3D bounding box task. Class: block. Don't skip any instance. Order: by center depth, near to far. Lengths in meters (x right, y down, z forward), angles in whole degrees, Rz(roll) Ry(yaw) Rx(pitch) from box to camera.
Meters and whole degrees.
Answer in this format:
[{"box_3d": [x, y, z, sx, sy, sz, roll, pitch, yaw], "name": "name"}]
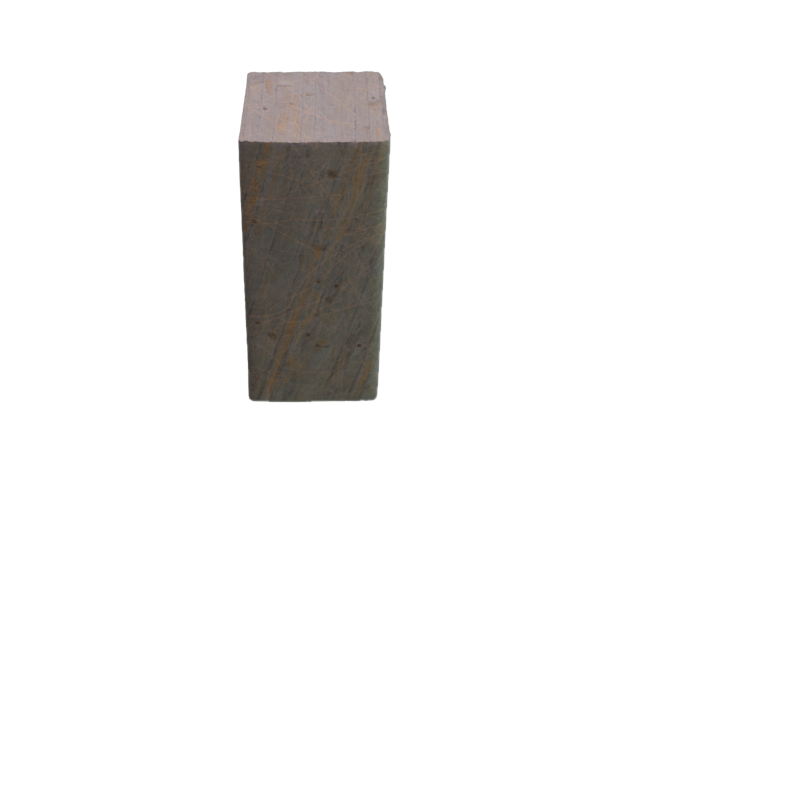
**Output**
[{"box_3d": [-0.057, -0.105, 0.734, 0.090, 0.193, 0.097, 1, 38, -3], "name": "block"}]
